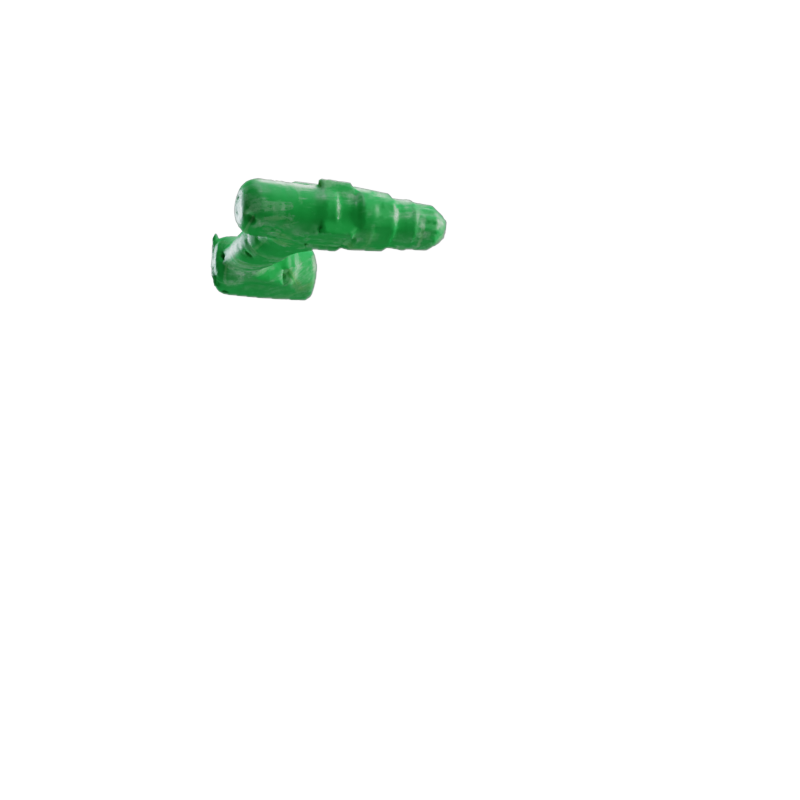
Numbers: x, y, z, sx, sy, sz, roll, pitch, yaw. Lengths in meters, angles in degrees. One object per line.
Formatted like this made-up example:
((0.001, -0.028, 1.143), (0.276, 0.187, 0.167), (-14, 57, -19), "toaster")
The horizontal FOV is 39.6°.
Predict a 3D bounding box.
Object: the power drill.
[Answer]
((-0.076, -0.139, 0.973), (0.178, 0.060, 0.186), (6, -16, -24), "power drill")
